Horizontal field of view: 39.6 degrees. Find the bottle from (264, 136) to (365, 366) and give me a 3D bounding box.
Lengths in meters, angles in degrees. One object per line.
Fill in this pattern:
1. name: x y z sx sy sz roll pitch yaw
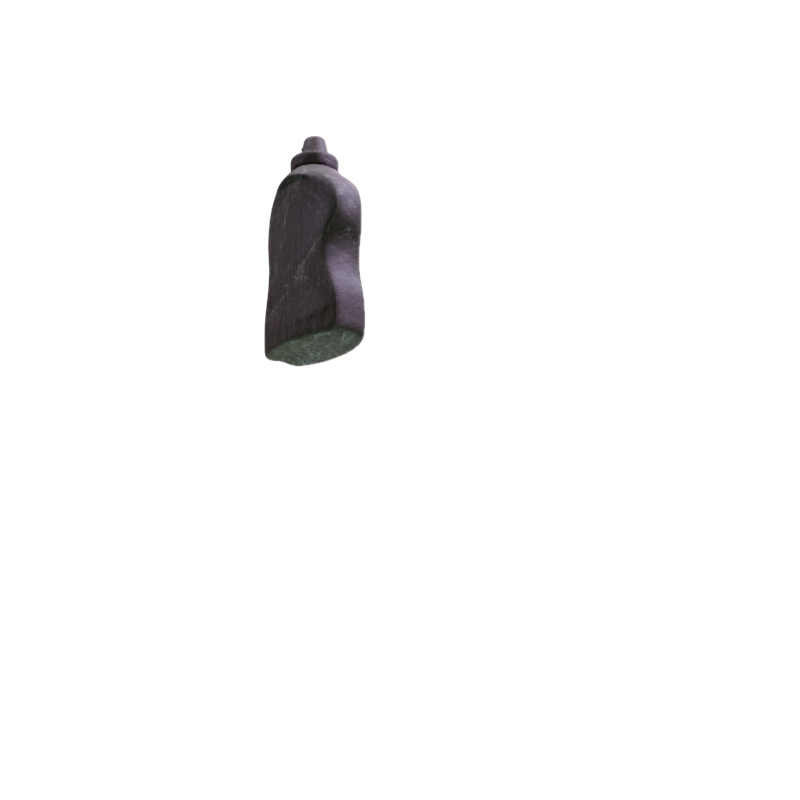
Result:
1. bottle: -0.071 -0.131 0.915 0.055 0.202 0.096 16 -27 -36
